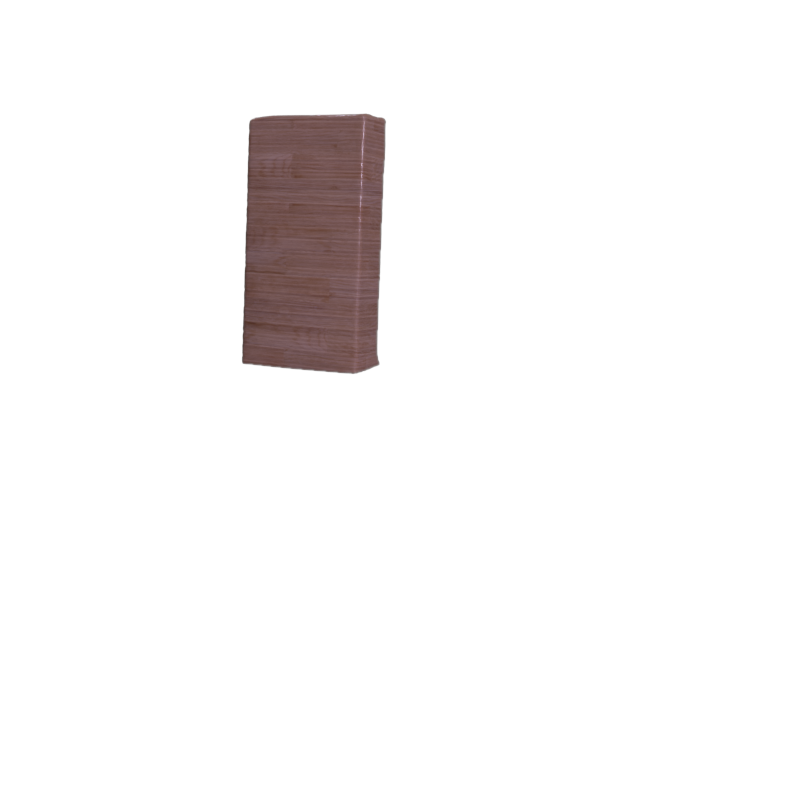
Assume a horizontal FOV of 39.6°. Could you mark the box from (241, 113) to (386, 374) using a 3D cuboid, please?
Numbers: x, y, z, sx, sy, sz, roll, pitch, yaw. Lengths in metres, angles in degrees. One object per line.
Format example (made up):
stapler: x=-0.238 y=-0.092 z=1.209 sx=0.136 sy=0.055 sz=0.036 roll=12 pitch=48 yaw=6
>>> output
box: x=-0.061 y=-0.111 z=0.777 sx=0.096 sy=0.175 sz=0.047 roll=2 pitch=4 yaw=25
